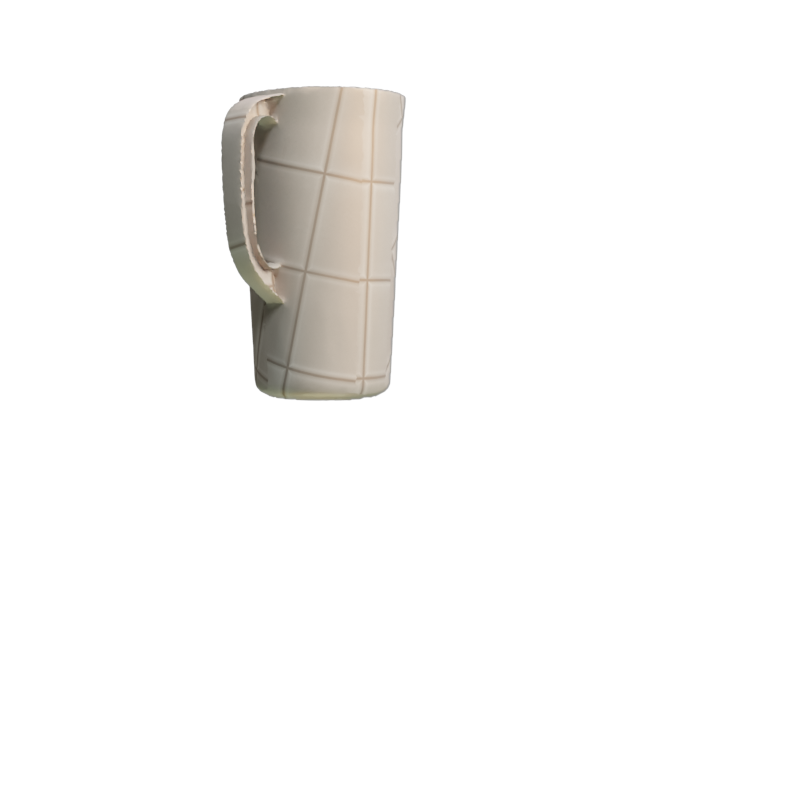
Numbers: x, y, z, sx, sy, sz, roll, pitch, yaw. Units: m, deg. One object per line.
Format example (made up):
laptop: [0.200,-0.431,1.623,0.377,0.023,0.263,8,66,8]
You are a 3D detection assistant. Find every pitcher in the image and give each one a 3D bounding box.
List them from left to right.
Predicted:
pitcher: [-0.069,-0.125,0.876,0.148,0.244,0.146,0,0,-9]
